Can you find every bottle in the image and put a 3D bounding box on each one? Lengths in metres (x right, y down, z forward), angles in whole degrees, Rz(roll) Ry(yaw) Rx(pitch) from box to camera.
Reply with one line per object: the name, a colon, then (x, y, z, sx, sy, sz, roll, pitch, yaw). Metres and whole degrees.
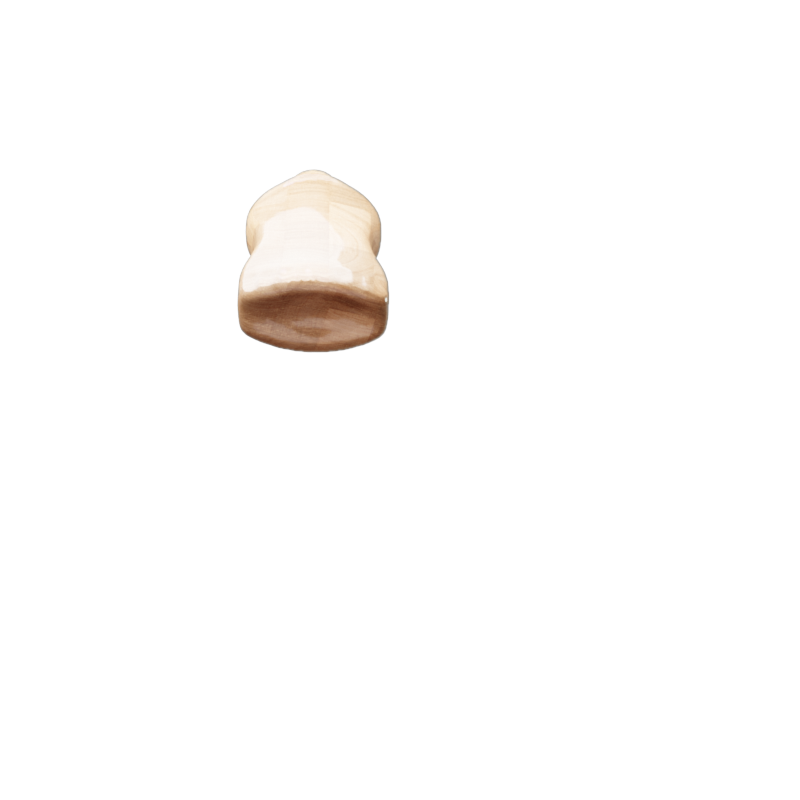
bottle: (-0.061, -0.110, 0.776, 0.096, 0.055, 0.205, -1, 36, -3)
